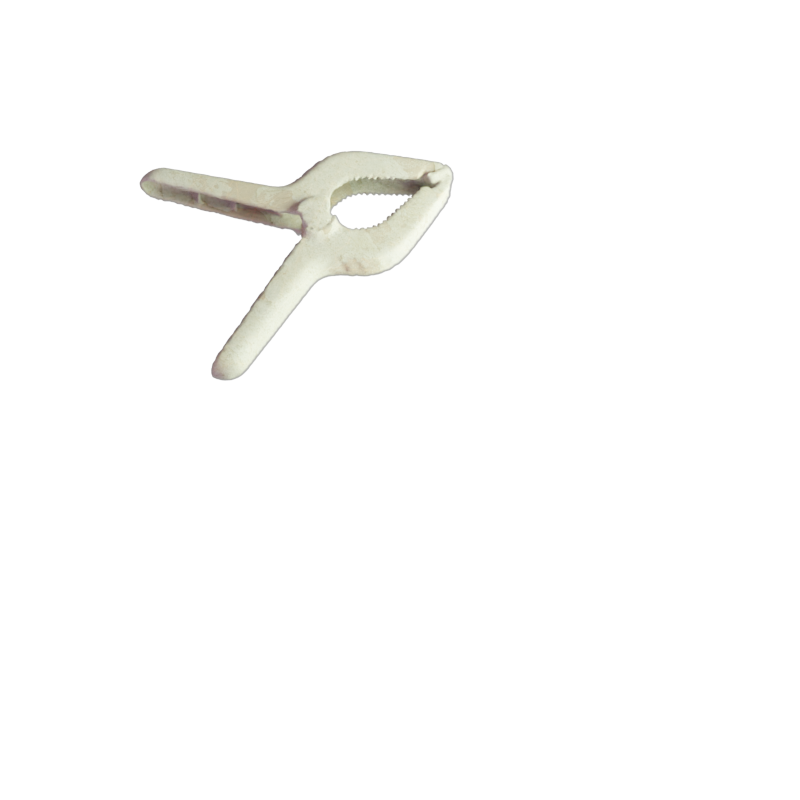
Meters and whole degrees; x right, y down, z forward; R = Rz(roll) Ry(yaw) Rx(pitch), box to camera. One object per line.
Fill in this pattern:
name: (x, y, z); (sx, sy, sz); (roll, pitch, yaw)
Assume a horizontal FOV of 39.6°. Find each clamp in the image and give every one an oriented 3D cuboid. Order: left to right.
clamp: (-0.059, -0.107, 0.749); (0.209, 0.175, 0.034); (-14, -26, -7)
